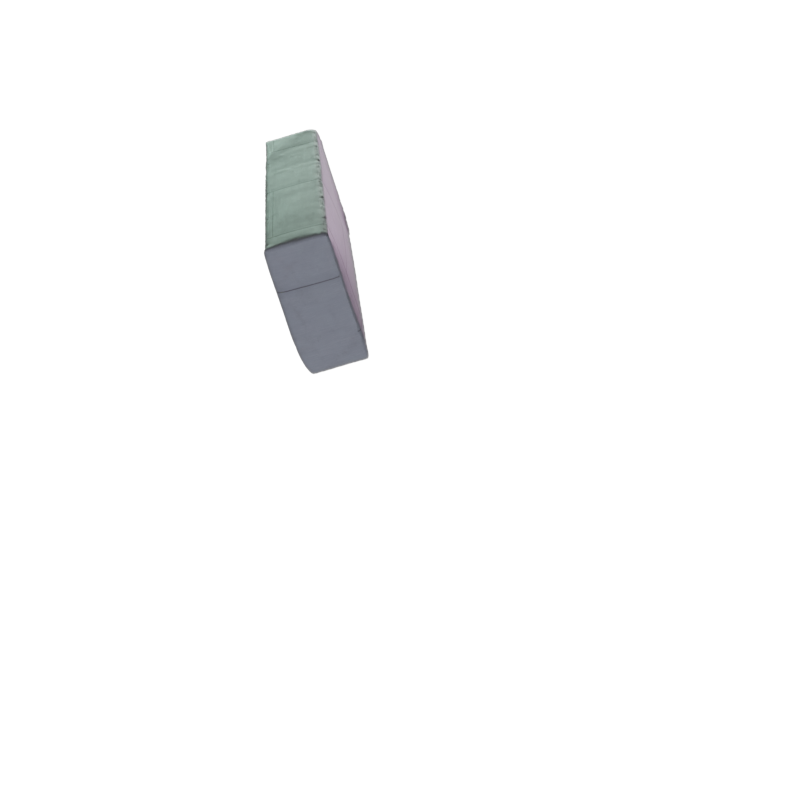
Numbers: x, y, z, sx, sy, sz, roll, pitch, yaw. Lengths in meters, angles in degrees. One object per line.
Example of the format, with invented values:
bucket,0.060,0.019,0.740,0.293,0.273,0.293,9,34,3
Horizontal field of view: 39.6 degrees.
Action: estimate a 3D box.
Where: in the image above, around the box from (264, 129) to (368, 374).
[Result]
box,-0.057,-0.105,0.735,0.048,0.087,0.188,-15,33,5
